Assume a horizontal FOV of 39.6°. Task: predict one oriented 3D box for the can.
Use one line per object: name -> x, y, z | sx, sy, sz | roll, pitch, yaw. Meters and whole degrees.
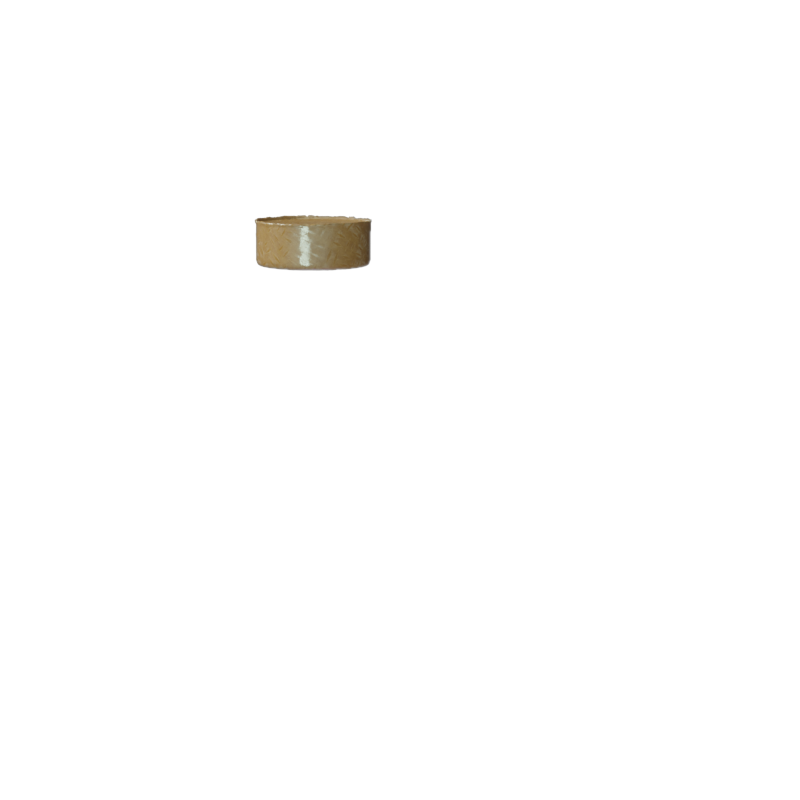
can -> -0.064, -0.116, 0.813 | 0.086, 0.033, 0.088 | 0, 12, -2
